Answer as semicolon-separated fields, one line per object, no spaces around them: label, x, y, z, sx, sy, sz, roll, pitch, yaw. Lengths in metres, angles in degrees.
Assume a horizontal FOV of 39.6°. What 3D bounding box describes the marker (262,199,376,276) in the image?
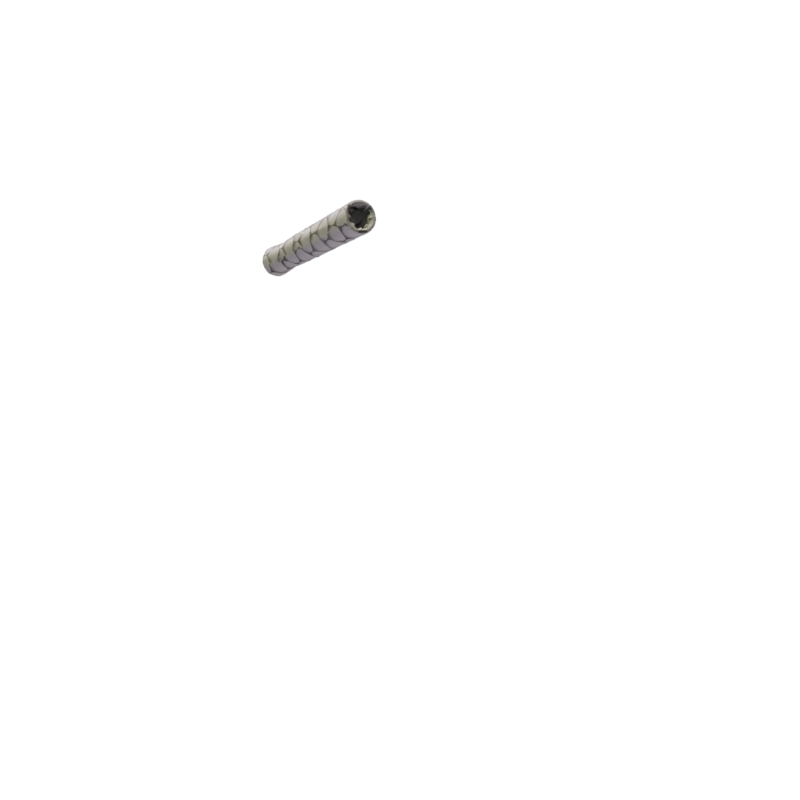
marker;-0.049;-0.090;0.630;0.019;0.020;0.122;-2;-5;-28
